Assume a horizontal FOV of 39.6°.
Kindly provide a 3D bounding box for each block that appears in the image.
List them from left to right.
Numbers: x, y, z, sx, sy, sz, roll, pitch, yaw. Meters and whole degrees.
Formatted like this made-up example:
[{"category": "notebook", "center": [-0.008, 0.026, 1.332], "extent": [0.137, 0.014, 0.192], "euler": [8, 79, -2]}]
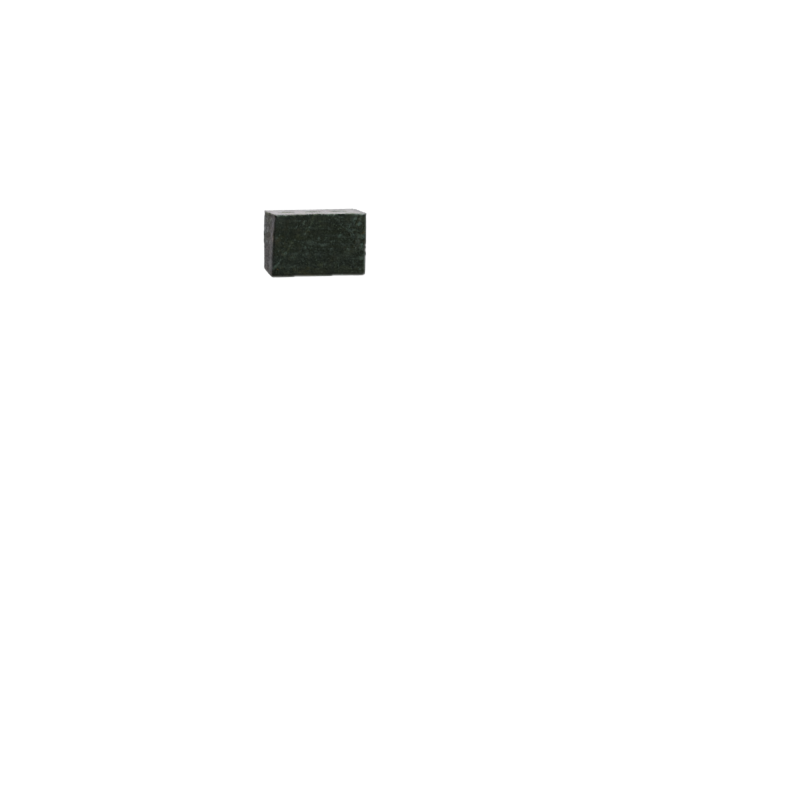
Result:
[{"category": "block", "center": [-0.071, -0.130, 0.912], "extent": [0.077, 0.050, 0.055], "euler": [-3, 11, -13]}]
